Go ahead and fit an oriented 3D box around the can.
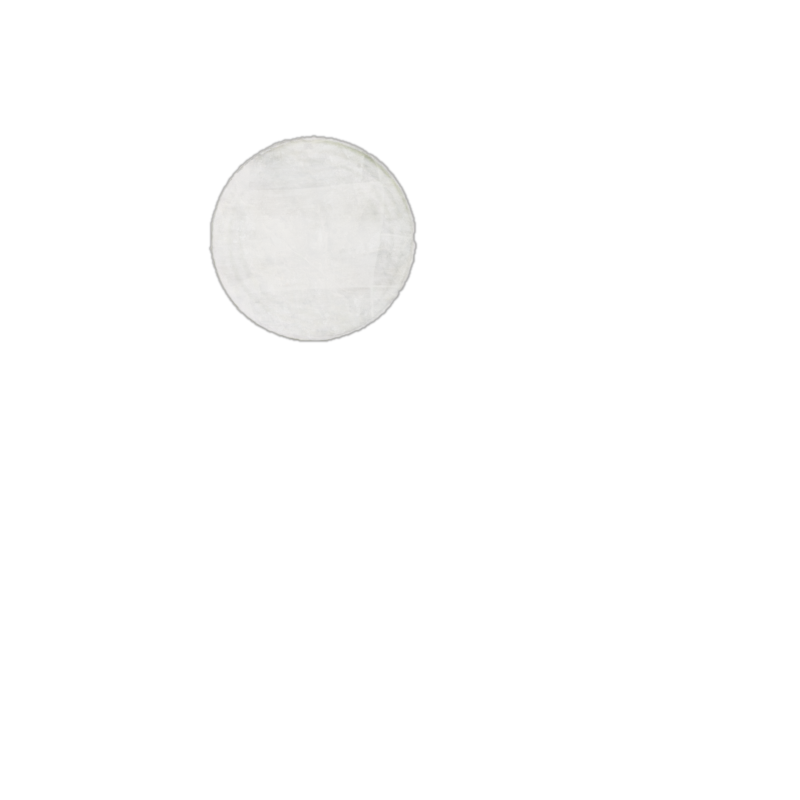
[{"bbox_3d":[-0.037,-0.068,0.478,0.086,0.087,0.033,0,-4,-1],"label":"can"}]
